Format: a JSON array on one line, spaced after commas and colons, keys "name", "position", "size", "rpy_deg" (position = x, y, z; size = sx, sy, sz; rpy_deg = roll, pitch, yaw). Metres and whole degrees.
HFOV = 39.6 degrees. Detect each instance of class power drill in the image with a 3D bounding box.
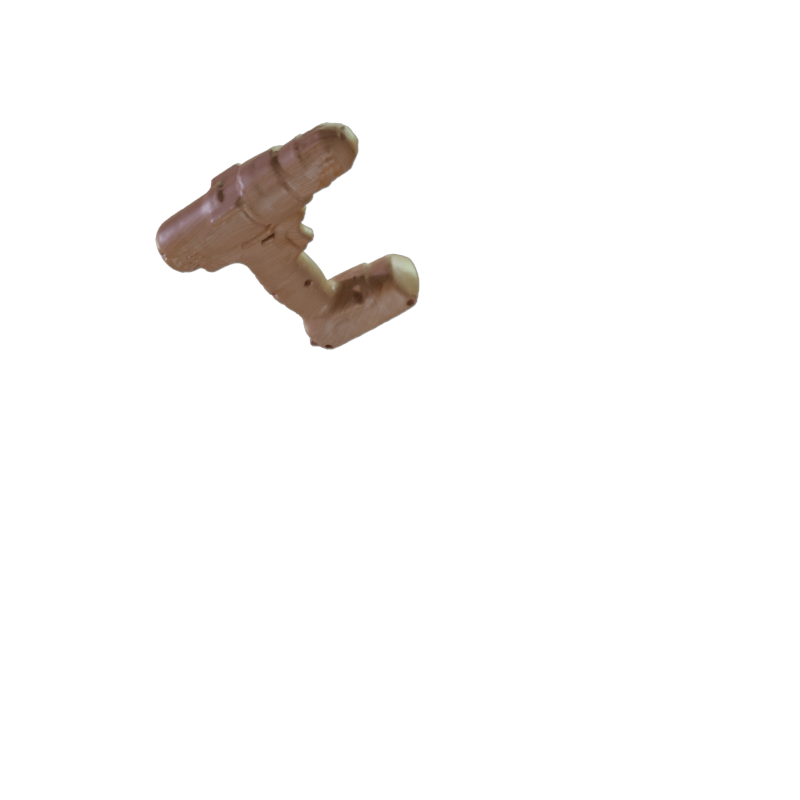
[{"name": "power drill", "position": [-0.068, -0.124, 0.866], "size": [0.185, 0.062, 0.174], "rpy_deg": [-26, -45, 29]}]
